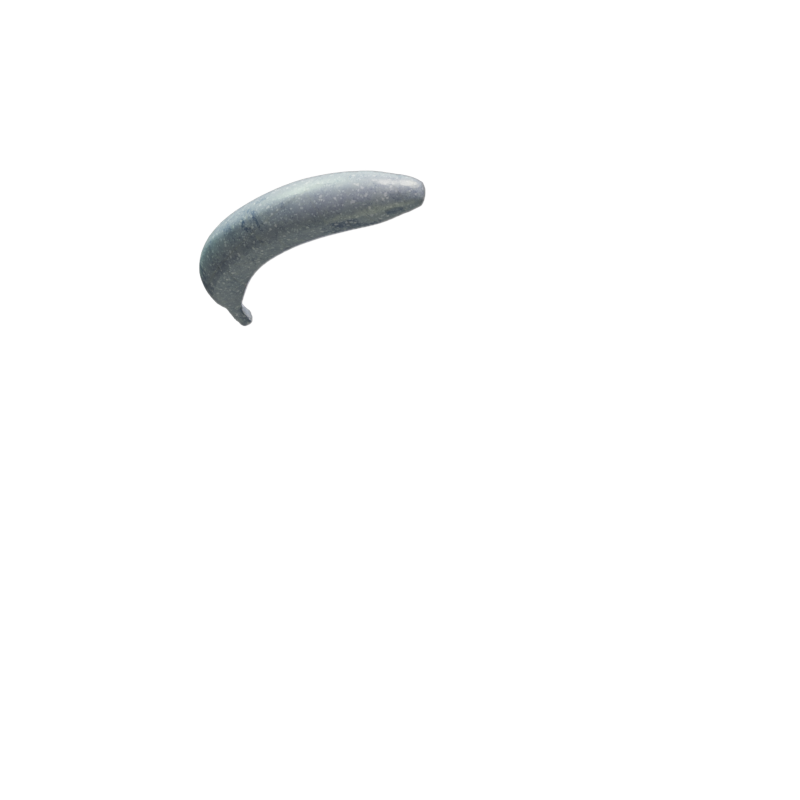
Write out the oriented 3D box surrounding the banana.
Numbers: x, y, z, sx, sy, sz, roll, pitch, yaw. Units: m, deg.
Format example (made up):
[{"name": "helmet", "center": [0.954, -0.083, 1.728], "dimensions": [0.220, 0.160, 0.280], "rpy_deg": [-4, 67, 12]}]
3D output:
[{"name": "banana", "center": [-0.071, -0.101, 0.683], "dimensions": [0.066, 0.039, 0.197], "rpy_deg": [17, -28, -35]}]
